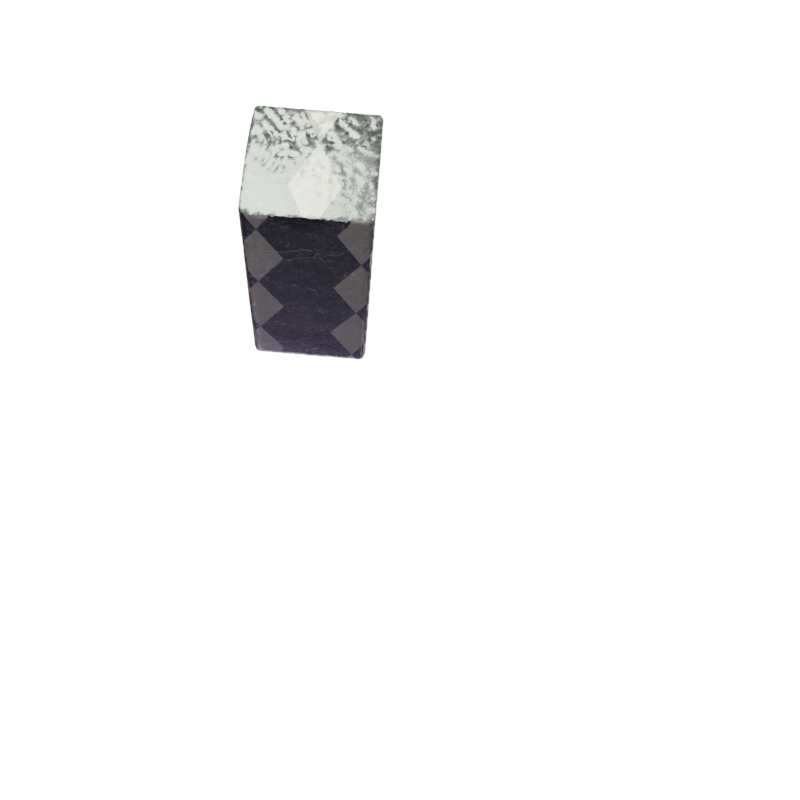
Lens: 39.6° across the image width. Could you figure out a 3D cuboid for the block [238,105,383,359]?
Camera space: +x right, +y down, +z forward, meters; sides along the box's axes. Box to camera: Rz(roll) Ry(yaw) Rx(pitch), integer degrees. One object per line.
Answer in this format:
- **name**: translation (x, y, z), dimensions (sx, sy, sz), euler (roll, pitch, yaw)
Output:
- **block**: translation (-0.064, -0.116, 0.817), dimensions (0.091, 0.095, 0.195), euler (5, -26, -1)
